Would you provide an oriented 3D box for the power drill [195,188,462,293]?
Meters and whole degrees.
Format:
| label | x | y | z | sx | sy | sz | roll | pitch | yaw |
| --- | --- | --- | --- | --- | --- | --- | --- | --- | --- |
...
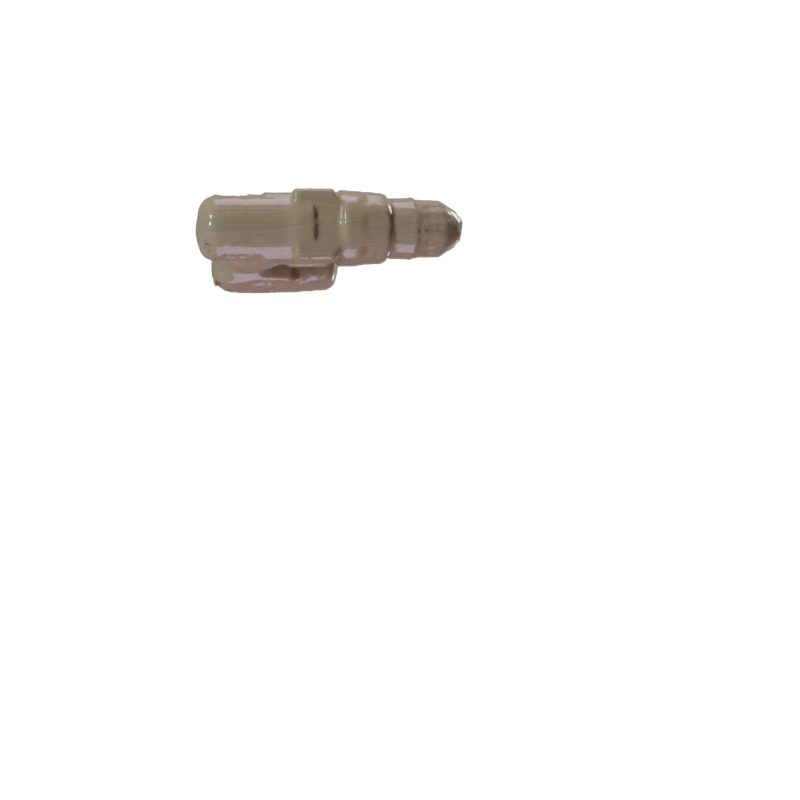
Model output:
| label | x | y | z | sx | sy | sz | roll | pitch | yaw |
| --- | --- | --- | --- | --- | --- | --- | --- | --- | --- |
| power drill | -0.065 | -0.118 | 0.826 | 0.181 | 0.058 | 0.188 | 1 | -3 | -13 |
